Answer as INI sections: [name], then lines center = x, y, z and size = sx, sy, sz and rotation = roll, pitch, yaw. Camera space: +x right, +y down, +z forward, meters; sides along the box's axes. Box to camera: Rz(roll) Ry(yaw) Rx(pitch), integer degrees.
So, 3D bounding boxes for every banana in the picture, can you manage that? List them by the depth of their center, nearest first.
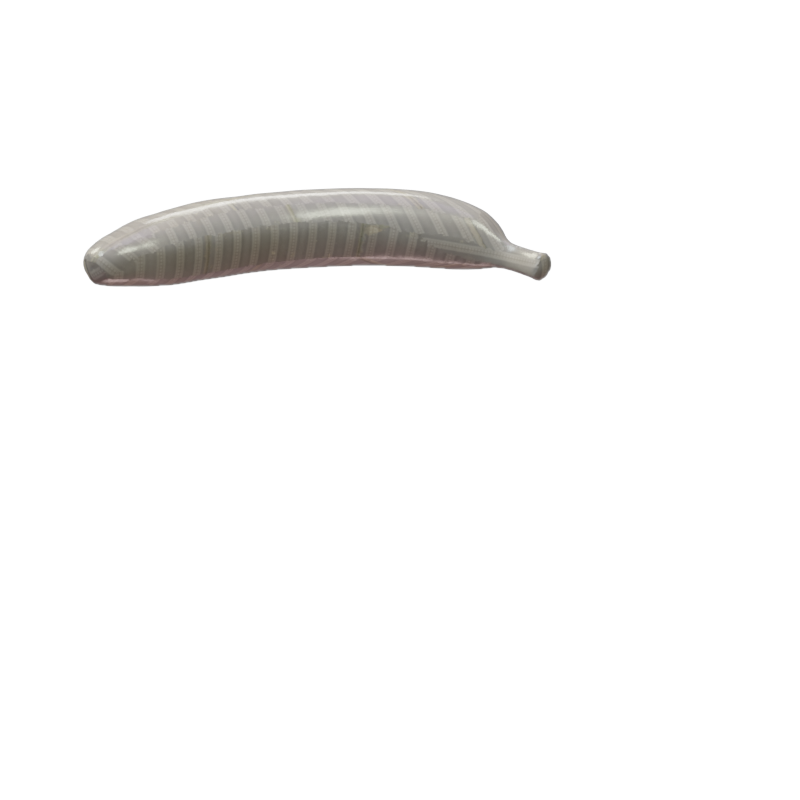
[banana]
center = -0.038, -0.072, 0.486
size = 0.195, 0.036, 0.073
rotation = -4, 16, -12
